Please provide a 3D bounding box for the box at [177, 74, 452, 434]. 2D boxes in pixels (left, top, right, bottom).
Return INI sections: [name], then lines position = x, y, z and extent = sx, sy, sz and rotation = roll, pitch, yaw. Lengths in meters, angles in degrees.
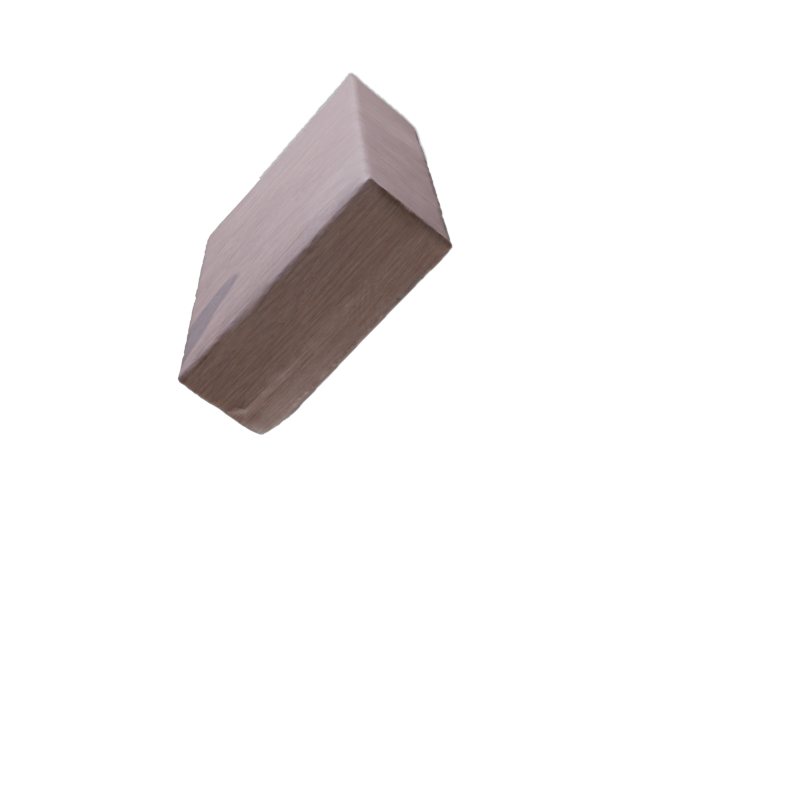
[box]
position = -0.055, -0.100, 0.703
extent = 0.069, 0.162, 0.226
rotation = 38, 20, -22
